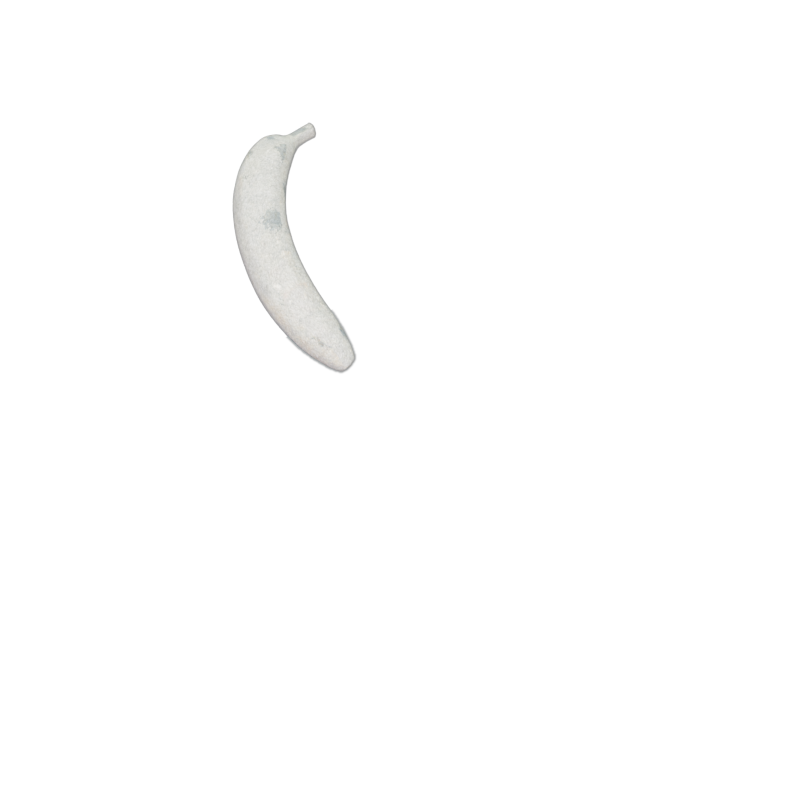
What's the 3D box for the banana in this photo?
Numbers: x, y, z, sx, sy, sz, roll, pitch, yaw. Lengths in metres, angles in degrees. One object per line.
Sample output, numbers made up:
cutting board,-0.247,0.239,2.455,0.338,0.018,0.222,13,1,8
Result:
banana,-0.079,-0.111,0.771,0.069,0.210,0.035,-8,-24,-4
